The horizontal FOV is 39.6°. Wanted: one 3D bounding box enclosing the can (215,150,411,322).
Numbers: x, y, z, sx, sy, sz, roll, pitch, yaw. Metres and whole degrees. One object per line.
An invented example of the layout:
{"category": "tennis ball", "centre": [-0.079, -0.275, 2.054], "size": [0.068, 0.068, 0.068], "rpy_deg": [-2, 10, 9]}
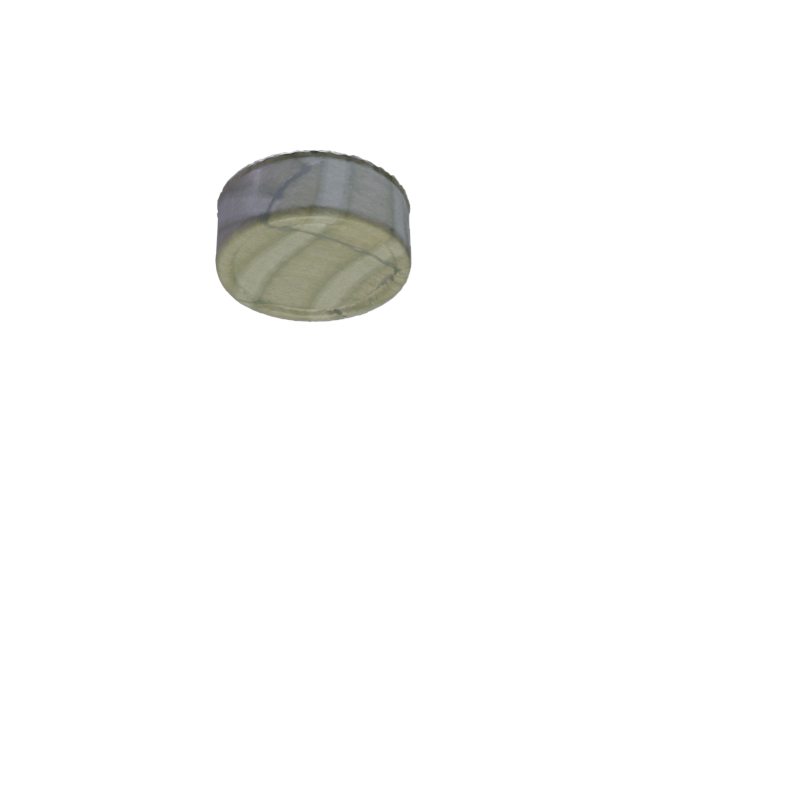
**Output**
{"category": "can", "centre": [-0.038, -0.069, 0.483], "size": [0.086, 0.036, 0.081], "rpy_deg": [1, -30, -2]}
